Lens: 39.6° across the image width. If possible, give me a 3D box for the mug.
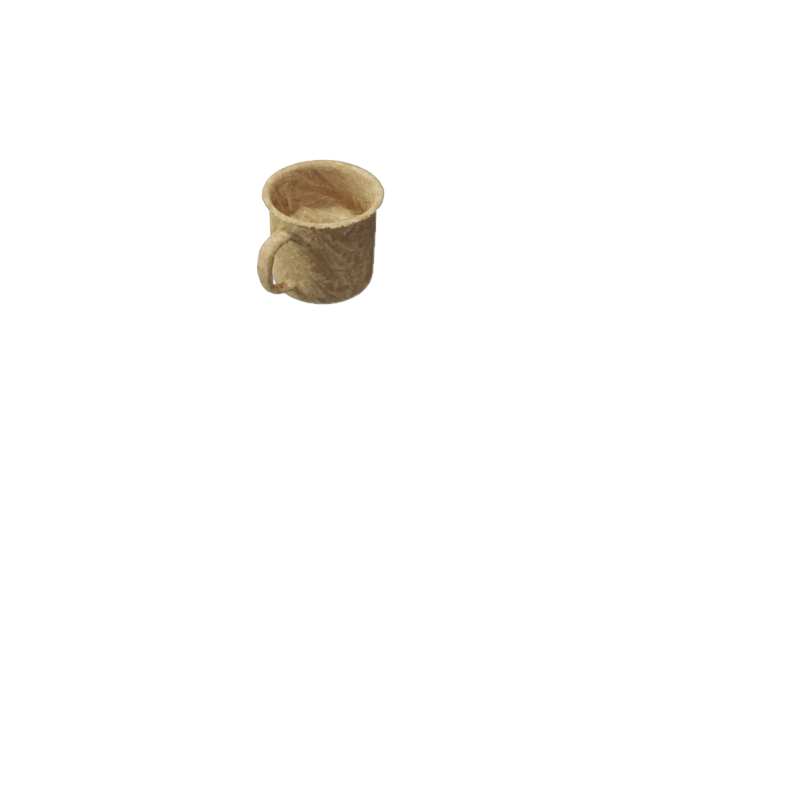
[{"bbox_3d":[-0.067,-0.122,0.856,0.098,0.076,0.119,25,46,26],"label":"mug"}]
